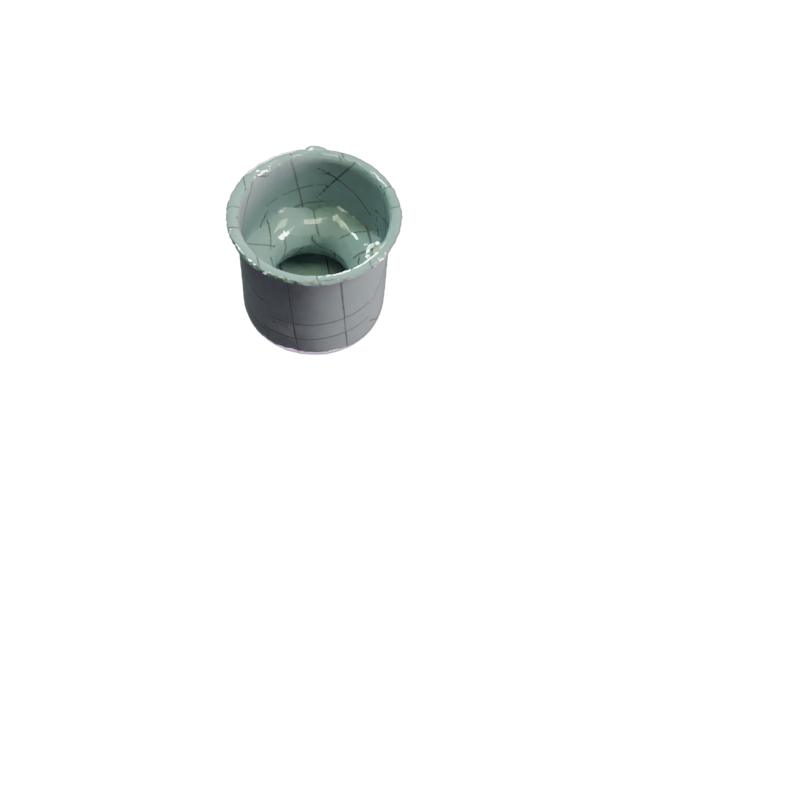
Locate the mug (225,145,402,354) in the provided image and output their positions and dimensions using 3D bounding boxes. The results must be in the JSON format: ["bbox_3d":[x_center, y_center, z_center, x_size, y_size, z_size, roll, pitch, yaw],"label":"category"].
[{"bbox_3d":[-0.049,-0.089,0.624,0.093,0.126,0.076,-2,-35,-3],"label":"mug"}]
